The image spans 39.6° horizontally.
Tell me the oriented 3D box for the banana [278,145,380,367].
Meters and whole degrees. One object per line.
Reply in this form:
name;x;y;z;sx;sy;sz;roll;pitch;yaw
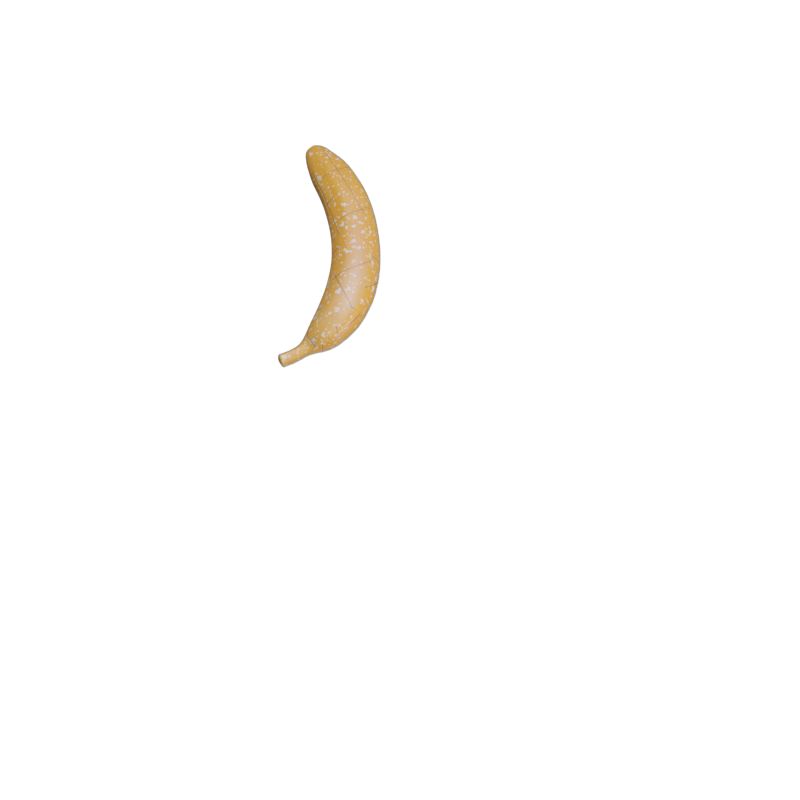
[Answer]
banana;-0.049;-0.117;0.854;0.070;0.210;0.034;4;-30;1
